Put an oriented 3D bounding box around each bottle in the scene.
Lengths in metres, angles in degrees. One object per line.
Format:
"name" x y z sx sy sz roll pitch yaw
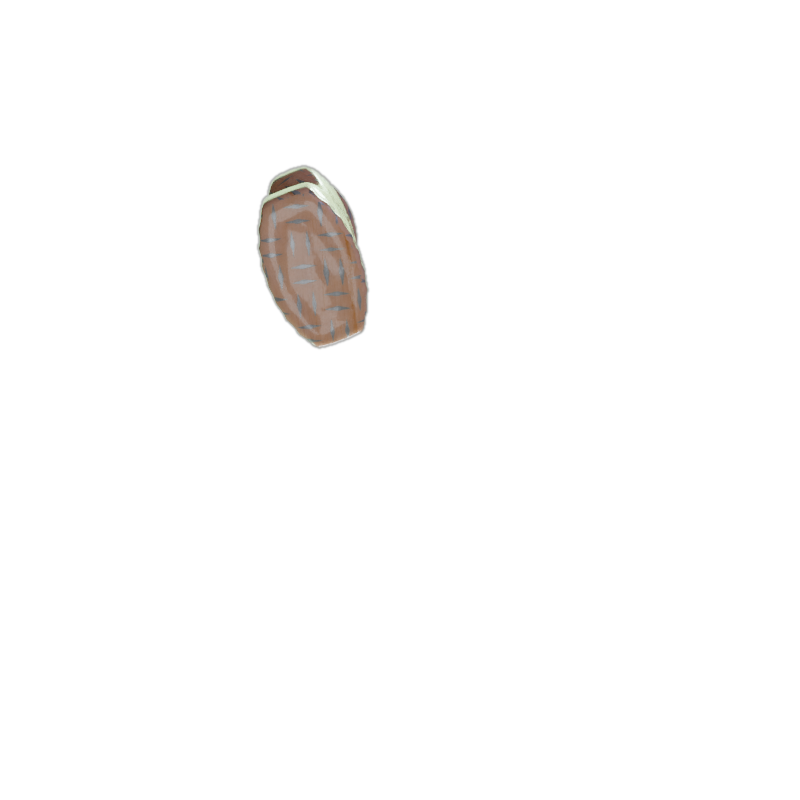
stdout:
"bottle" -0.057 -0.106 0.738 0.058 0.093 0.199 -22 17 3
